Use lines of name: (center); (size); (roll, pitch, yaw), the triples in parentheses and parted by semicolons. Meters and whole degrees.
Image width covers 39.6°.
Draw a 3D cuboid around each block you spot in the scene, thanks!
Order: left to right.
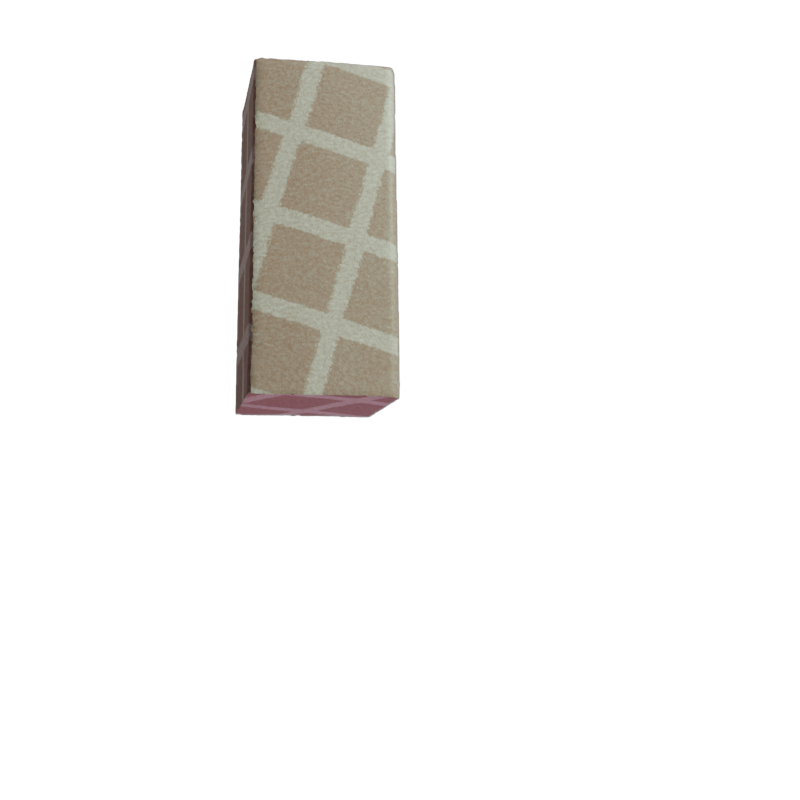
block: (-0.054, -0.099, 0.694); (0.089, 0.214, 0.089); (2, -15, -11)
